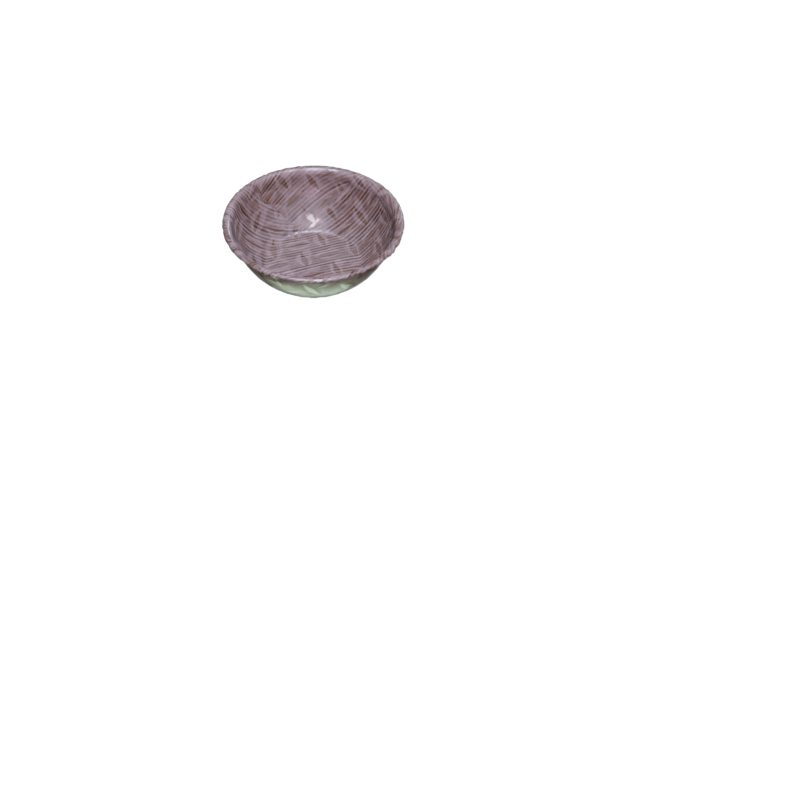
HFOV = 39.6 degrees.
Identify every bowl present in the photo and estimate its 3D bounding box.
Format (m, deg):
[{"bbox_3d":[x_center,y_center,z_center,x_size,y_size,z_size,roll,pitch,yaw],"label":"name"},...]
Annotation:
[{"bbox_3d":[-0.078,-0.143,0.999,0.162,0.174,0.051,-1,-44,-1],"label":"bowl"}]
